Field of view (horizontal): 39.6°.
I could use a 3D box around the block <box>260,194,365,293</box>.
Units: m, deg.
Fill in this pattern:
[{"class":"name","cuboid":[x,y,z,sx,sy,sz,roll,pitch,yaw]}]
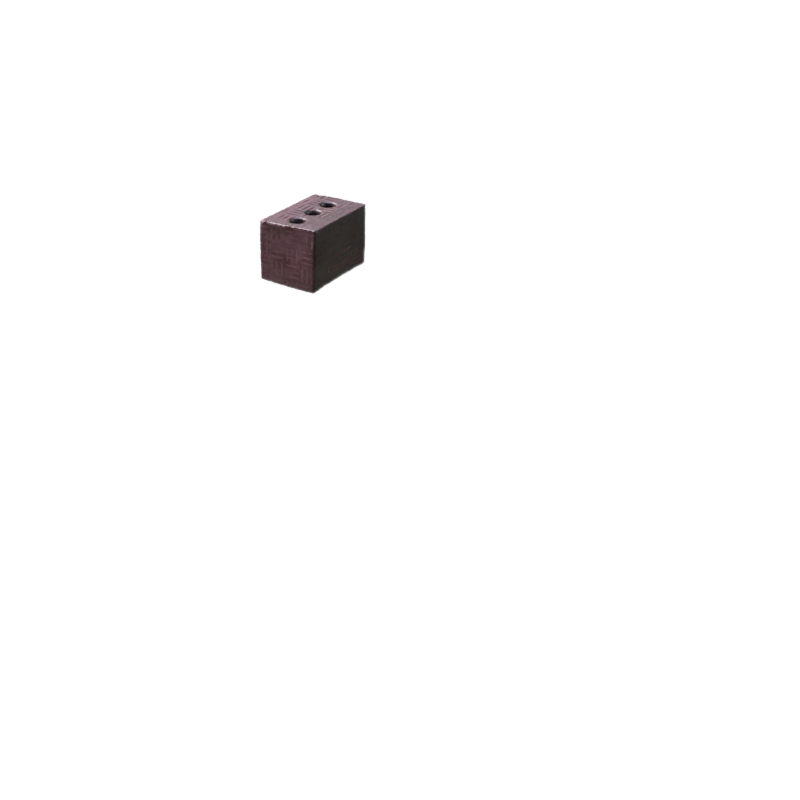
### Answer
[{"class":"block","cuboid":[-0.069,-0.126,0.882,0.055,0.049,0.079,14,30,26]}]
